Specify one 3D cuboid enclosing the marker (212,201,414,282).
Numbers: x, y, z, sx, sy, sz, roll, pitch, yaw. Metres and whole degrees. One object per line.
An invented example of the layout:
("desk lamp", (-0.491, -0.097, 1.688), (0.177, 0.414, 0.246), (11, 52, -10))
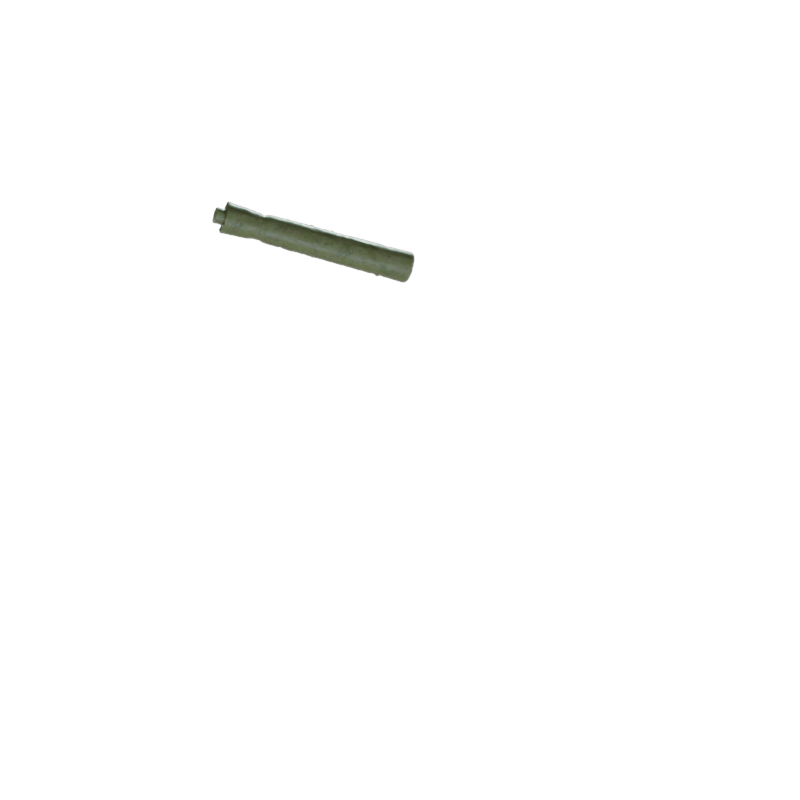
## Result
("marker", (-0.051, -0.093, 0.652), (0.118, 0.020, 0.020), (14, 1, -11))
